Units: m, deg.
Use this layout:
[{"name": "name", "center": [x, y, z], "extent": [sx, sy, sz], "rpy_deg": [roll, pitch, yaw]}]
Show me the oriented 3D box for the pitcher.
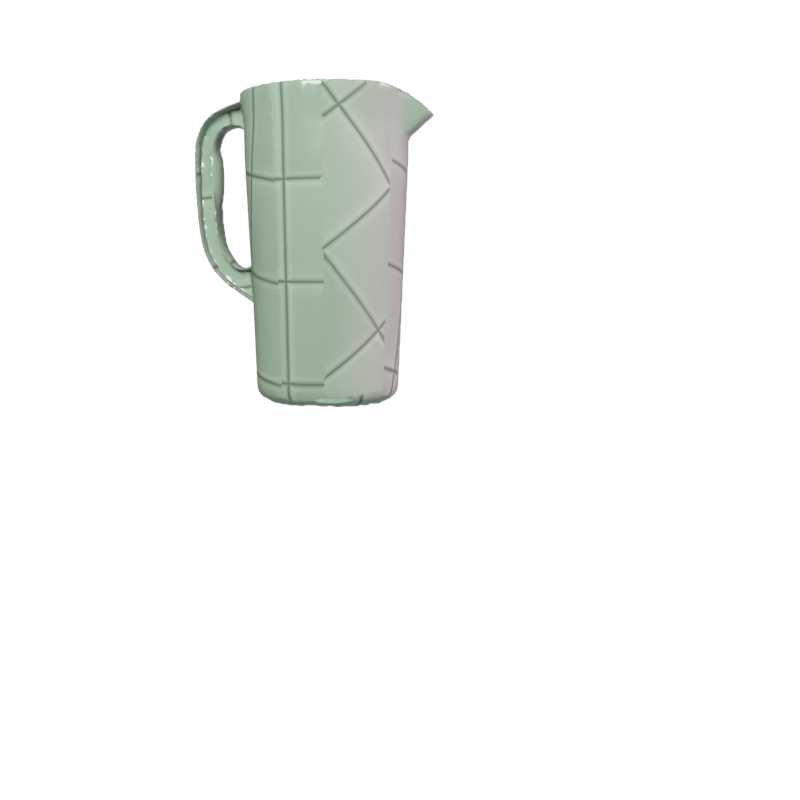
[{"name": "pitcher", "center": [-0.067, -0.122, 0.856], "extent": [0.140, 0.243, 0.154], "rpy_deg": [0, 1, -32]}]
